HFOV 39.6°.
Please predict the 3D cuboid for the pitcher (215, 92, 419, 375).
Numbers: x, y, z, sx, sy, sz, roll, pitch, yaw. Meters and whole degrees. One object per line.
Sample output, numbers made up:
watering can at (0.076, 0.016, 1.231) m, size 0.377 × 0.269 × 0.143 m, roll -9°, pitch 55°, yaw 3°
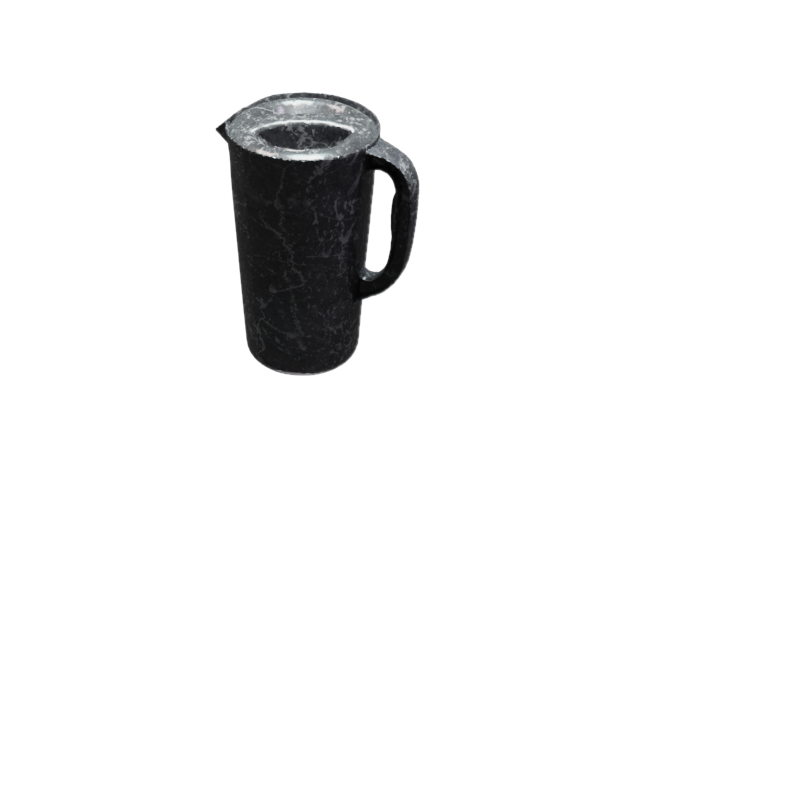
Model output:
pitcher at (-0.078, -0.143, 0.999) m, size 0.143 × 0.228 × 0.161 m, roll -12°, pitch 37°, yaw -20°
